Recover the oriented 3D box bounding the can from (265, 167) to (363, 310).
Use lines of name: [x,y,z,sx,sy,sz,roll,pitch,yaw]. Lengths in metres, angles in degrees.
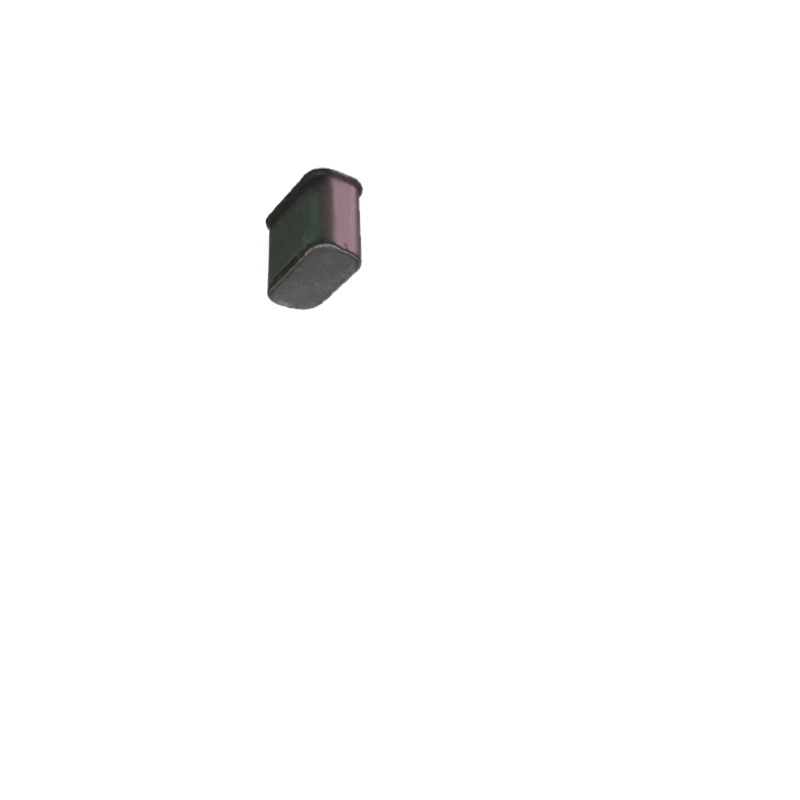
can: [-0.076,-0.138,0.966,0.055,0.090,0.100,20,-40,-28]
